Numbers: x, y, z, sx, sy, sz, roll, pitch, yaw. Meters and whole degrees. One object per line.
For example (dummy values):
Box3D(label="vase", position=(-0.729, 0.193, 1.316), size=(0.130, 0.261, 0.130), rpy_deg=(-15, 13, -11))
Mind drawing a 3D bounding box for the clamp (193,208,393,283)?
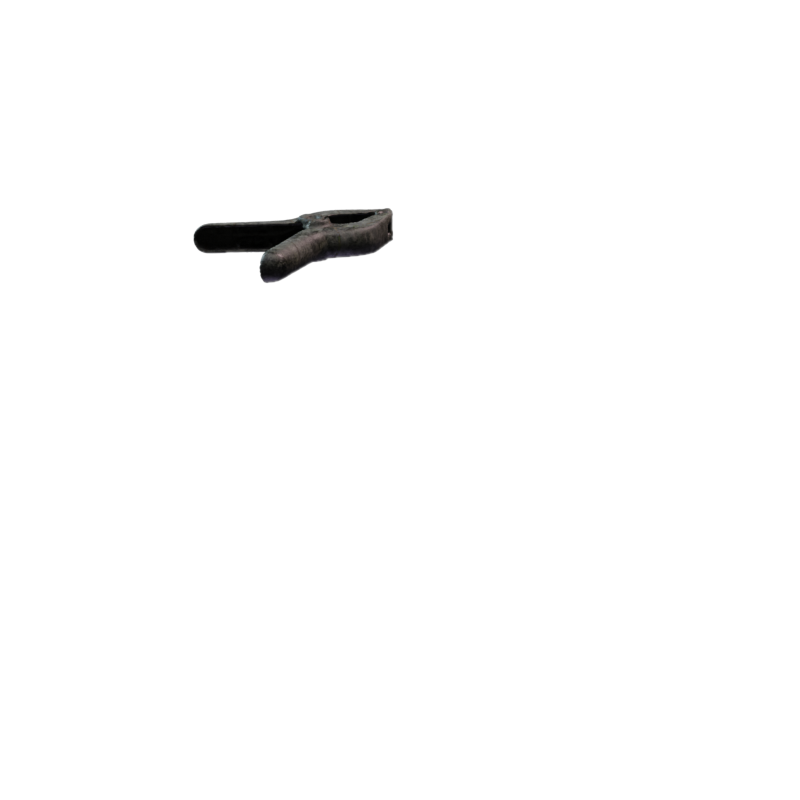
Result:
Box3D(label="clamp", position=(-0.071, -0.130, 0.908), size=(0.168, 0.037, 0.129), rpy_deg=(-14, 31, -24))
